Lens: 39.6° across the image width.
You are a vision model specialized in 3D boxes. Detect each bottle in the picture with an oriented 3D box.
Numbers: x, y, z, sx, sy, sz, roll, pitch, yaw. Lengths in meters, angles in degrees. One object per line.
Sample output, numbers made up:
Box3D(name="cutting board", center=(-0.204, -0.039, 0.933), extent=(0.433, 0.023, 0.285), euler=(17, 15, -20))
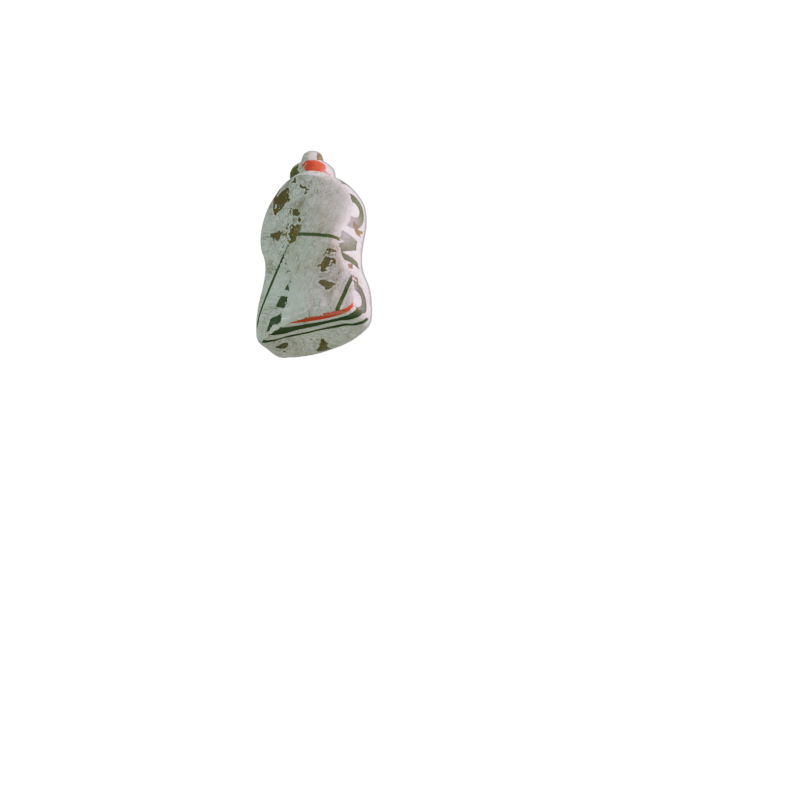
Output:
Box3D(name="bottle", center=(-0.074, -0.135, 0.944), extent=(0.097, 0.205, 0.054), euler=(-21, -38, 25))
